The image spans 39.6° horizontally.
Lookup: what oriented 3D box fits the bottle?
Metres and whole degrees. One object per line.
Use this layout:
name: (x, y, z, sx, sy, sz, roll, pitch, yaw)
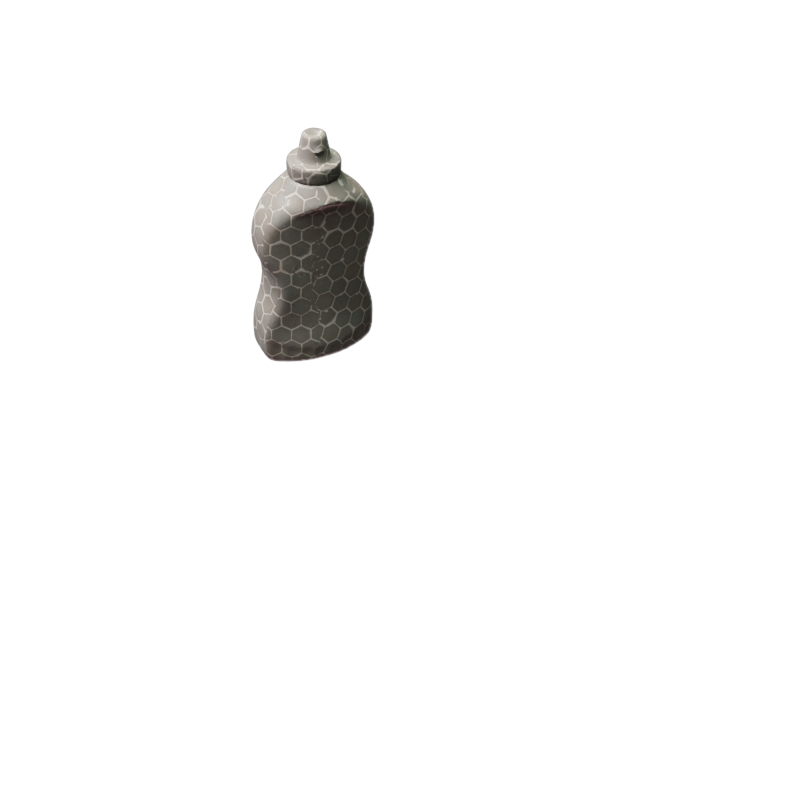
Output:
bottle: (-0.067, -0.122, 0.860, 0.095, 0.179, 0.063, -13, 39, -20)
